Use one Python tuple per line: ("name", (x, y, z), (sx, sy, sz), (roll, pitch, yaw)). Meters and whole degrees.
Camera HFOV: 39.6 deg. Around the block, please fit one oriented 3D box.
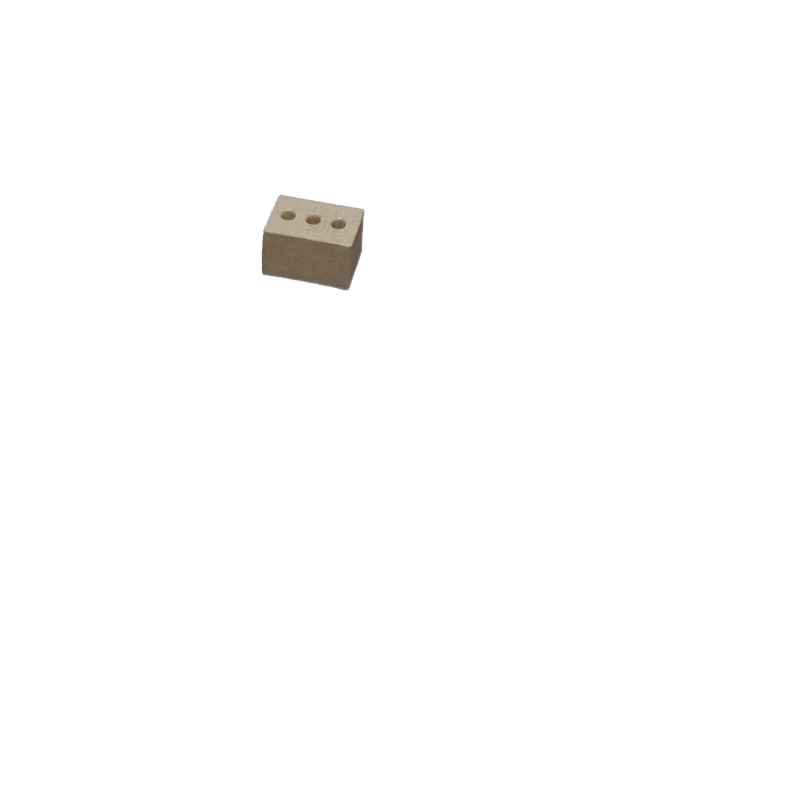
("block", (-0.074, -0.134, 0.941), (0.079, 0.048, 0.056), (11, 46, 9))
